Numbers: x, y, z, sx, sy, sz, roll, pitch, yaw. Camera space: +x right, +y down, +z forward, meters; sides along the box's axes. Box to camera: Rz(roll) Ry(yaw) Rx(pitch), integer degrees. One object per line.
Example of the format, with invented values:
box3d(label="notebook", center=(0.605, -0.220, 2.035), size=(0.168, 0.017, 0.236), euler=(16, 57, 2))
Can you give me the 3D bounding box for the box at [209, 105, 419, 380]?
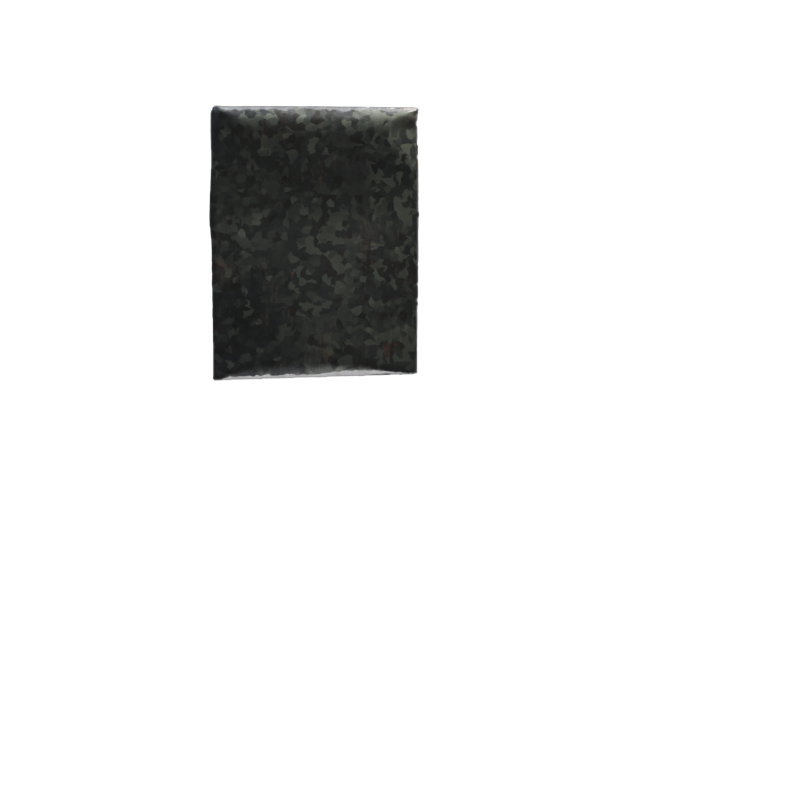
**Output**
box3d(label="box", center=(-0.069, -0.126, 0.881), size=(0.163, 0.211, 0.073), euler=(0, 5, -6))
